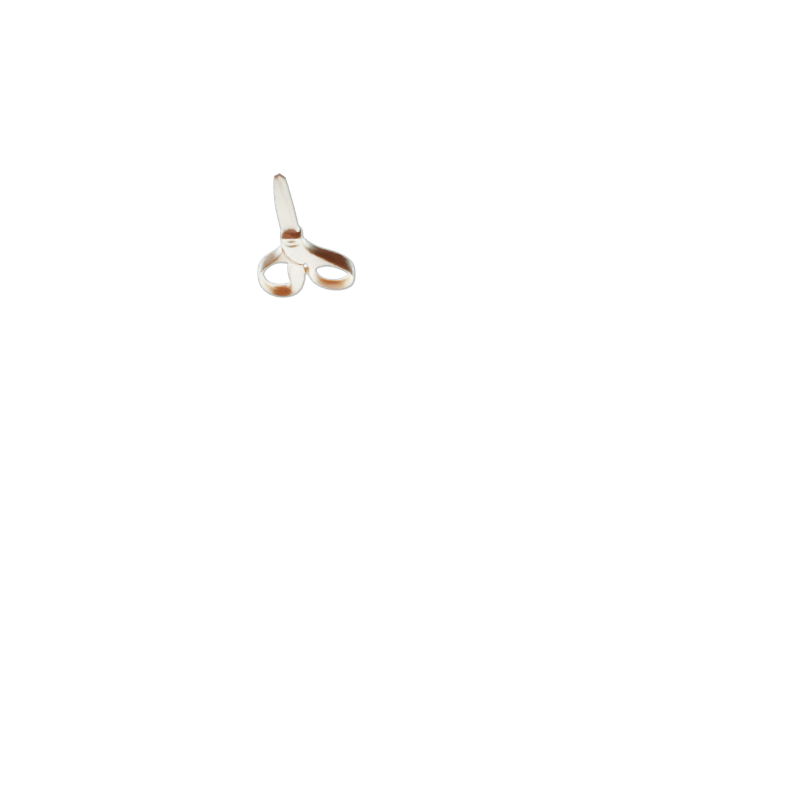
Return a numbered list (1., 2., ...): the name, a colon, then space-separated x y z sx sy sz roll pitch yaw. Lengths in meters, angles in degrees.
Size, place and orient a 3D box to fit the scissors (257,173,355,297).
1. scissors: -0.073 -0.133 0.932 0.095 0.017 0.194 5 -22 -13
